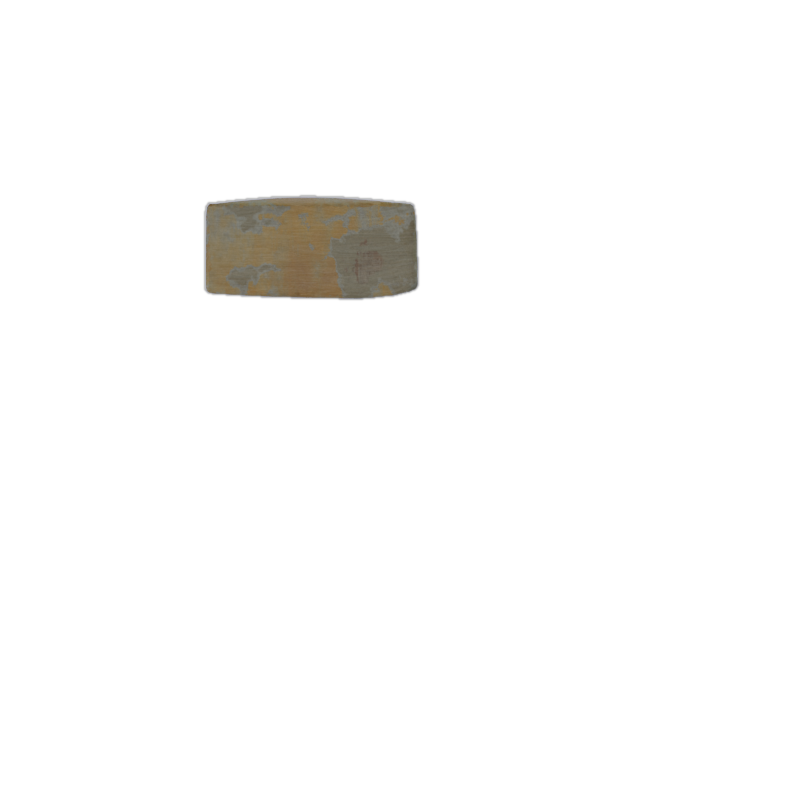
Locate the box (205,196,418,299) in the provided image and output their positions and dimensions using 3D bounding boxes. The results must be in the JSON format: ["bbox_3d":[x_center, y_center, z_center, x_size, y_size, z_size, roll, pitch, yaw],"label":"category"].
[{"bbox_3d":[-0.044,-0.081,0.563,0.093,0.047,0.180,0,12,-4],"label":"box"}]
